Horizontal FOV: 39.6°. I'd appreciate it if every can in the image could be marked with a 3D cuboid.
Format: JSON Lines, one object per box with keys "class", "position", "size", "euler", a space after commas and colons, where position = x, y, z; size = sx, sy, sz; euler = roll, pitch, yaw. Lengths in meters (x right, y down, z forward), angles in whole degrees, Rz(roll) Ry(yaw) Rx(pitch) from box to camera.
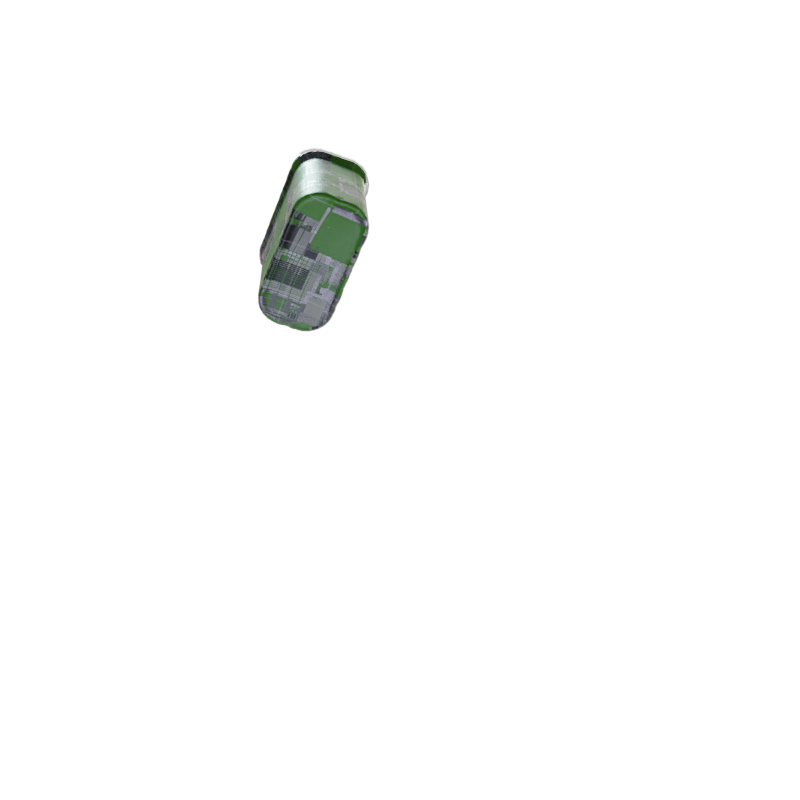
{"class": "can", "position": [-0.059, -0.107, 0.752], "size": [0.056, 0.098, 0.089], "euler": [19, 24, -12]}
